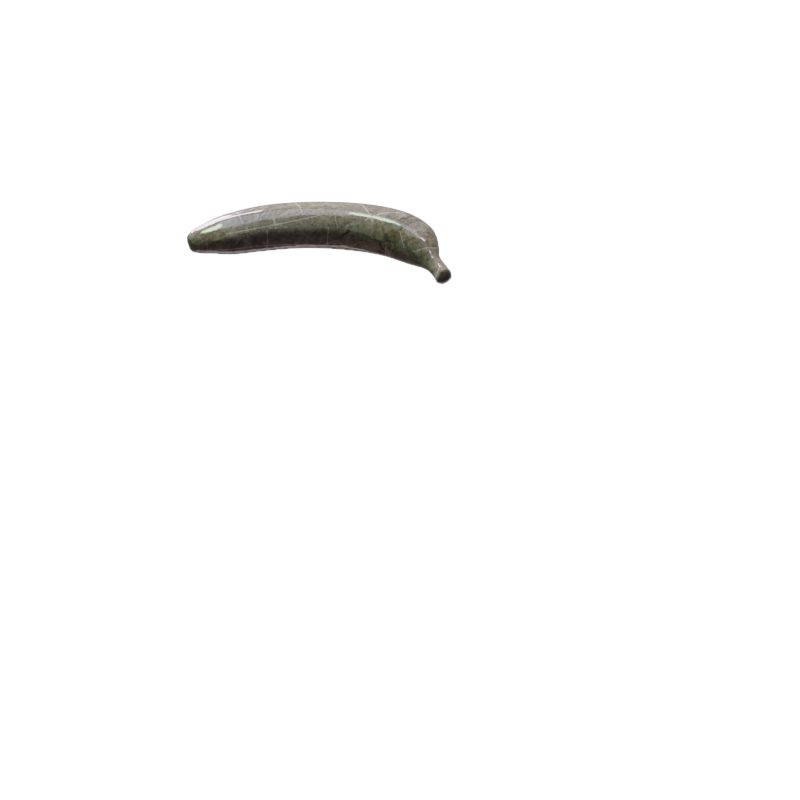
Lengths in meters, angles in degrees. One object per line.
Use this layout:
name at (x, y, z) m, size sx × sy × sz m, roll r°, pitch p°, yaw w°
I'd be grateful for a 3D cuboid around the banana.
banana at (-0.056, -0.124, 0.826) m, size 0.201 × 0.035 × 0.072 m, roll 7°, pitch 28°, yaw 12°
